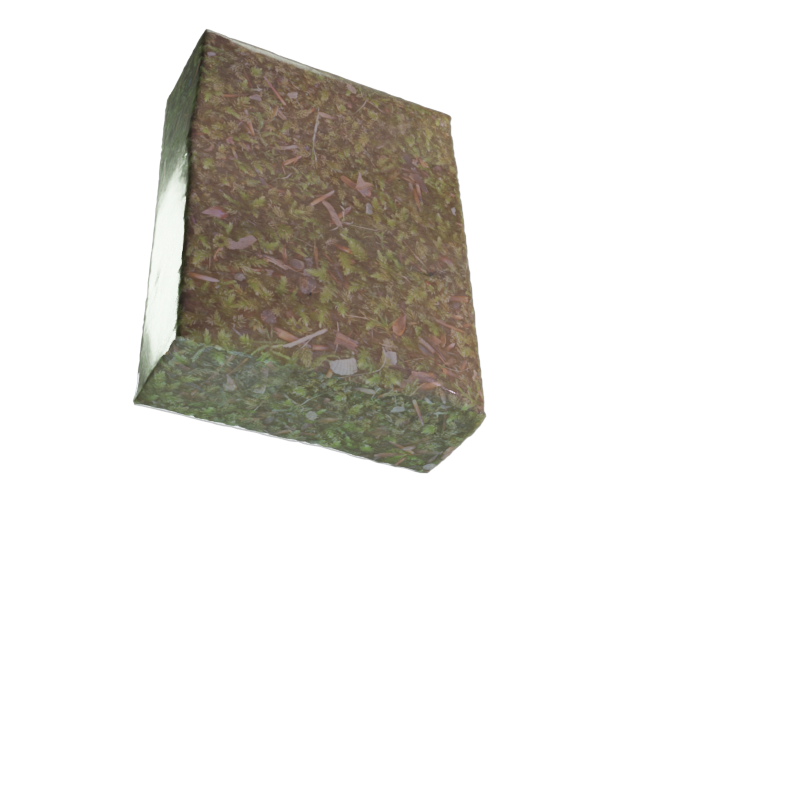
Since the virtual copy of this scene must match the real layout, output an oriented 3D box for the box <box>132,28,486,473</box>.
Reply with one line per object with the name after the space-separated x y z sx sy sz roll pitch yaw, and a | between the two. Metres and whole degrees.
-0.046 -0.085 0.593 0.158 0.229 0.070 14 -40 -22 | box
